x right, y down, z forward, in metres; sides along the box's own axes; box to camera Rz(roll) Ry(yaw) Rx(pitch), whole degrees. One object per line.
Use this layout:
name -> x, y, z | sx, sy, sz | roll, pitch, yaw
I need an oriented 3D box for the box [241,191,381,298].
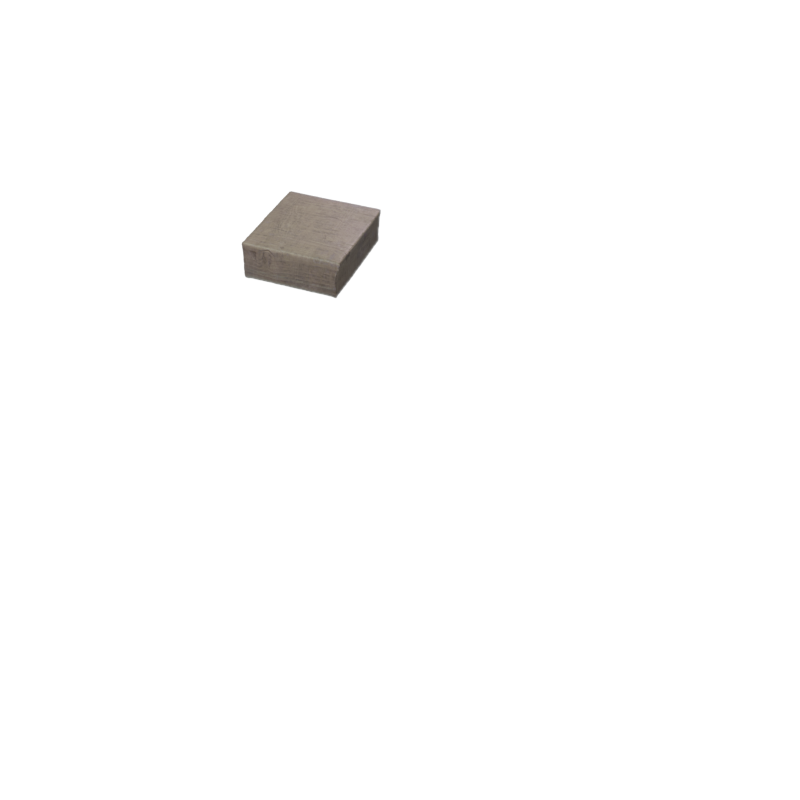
box -> -0.077, -0.140, 0.977 | 0.092, 0.036, 0.118 | 12, 38, 15
